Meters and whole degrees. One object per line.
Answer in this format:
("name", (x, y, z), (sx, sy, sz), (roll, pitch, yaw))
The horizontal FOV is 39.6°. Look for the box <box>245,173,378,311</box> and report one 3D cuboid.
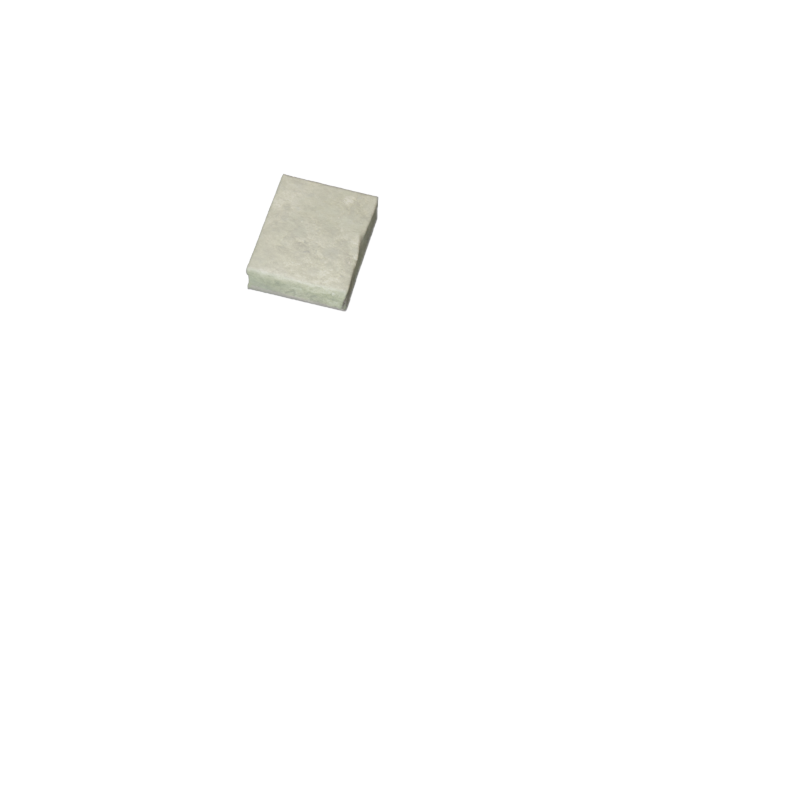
("box", (-0.061, -0.112, 0.785), (0.074, 0.094, 0.028), (13, -32, 8))
